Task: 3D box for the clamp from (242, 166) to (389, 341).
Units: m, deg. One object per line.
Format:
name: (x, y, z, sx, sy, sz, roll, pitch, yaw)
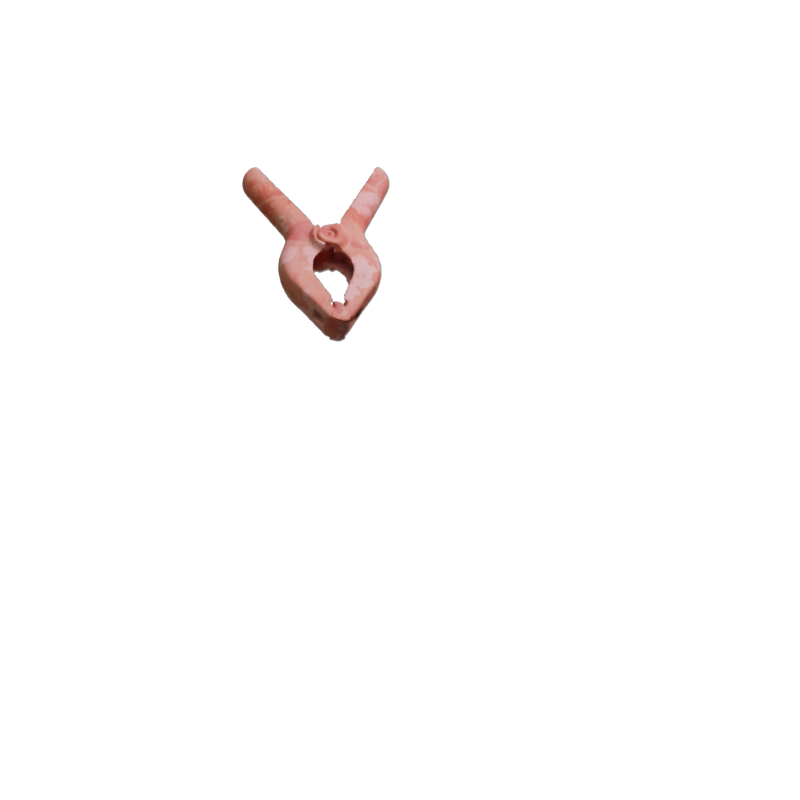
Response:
clamp: (-0.068, -0.124, 0.866, 0.120, 0.184, 0.036, 0, -41, 0)
